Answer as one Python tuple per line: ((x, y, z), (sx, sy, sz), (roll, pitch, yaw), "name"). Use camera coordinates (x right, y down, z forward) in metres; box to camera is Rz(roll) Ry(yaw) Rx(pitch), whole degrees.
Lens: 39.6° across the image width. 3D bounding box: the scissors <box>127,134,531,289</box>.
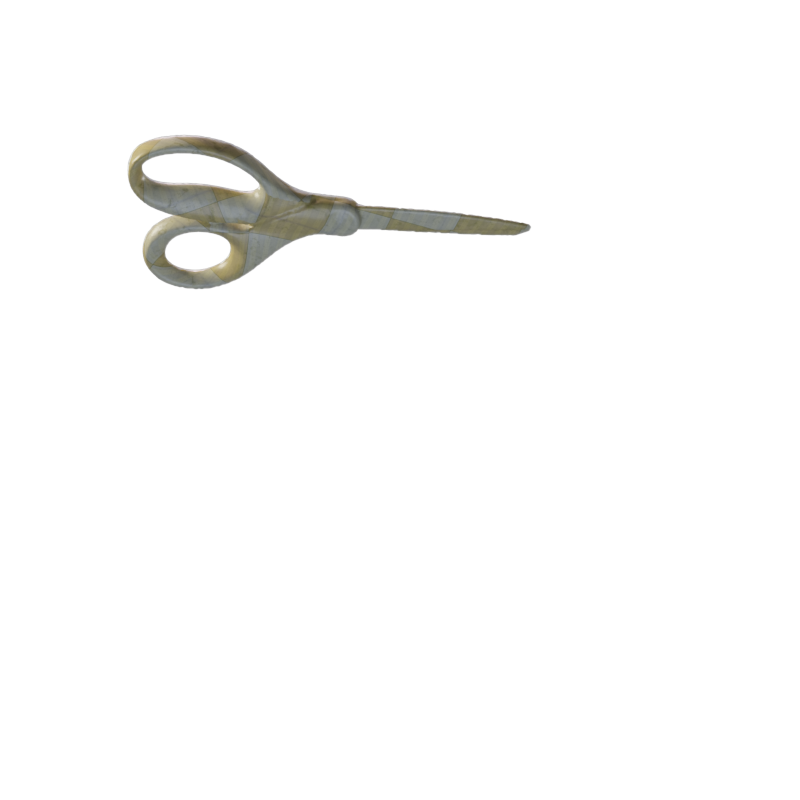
((-0.044, -0.081, 0.567), (0.197, 0.092, 0.017), (16, 38, -13), "scissors")
